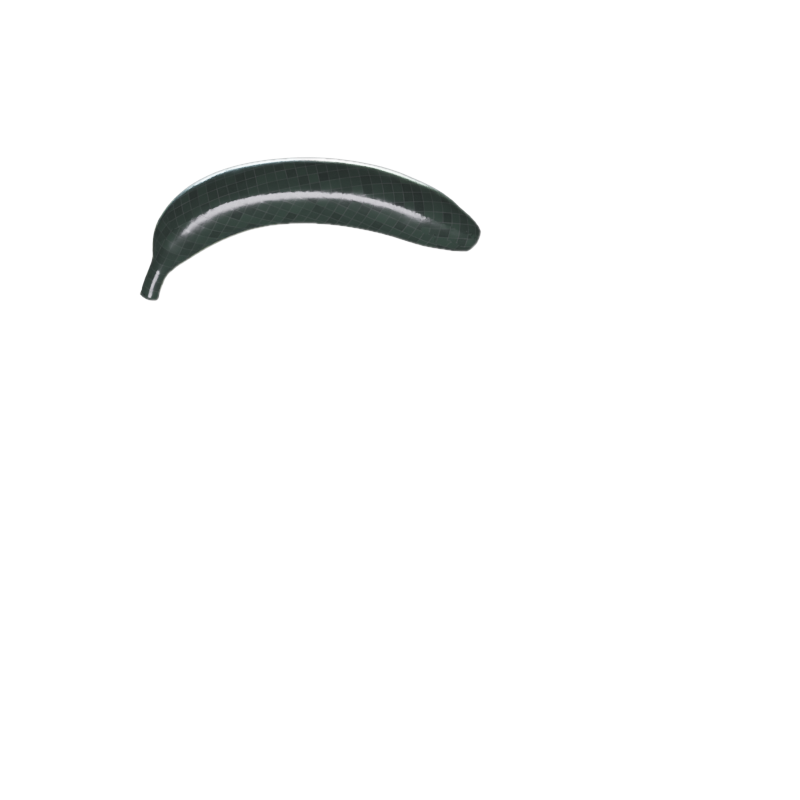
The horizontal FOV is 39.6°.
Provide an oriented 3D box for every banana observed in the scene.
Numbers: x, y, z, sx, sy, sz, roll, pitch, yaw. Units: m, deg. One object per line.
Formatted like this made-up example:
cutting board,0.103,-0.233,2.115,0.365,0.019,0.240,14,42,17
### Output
banana,-0.056,-0.105,0.629,0.198,0.065,0.039,-8,31,4
